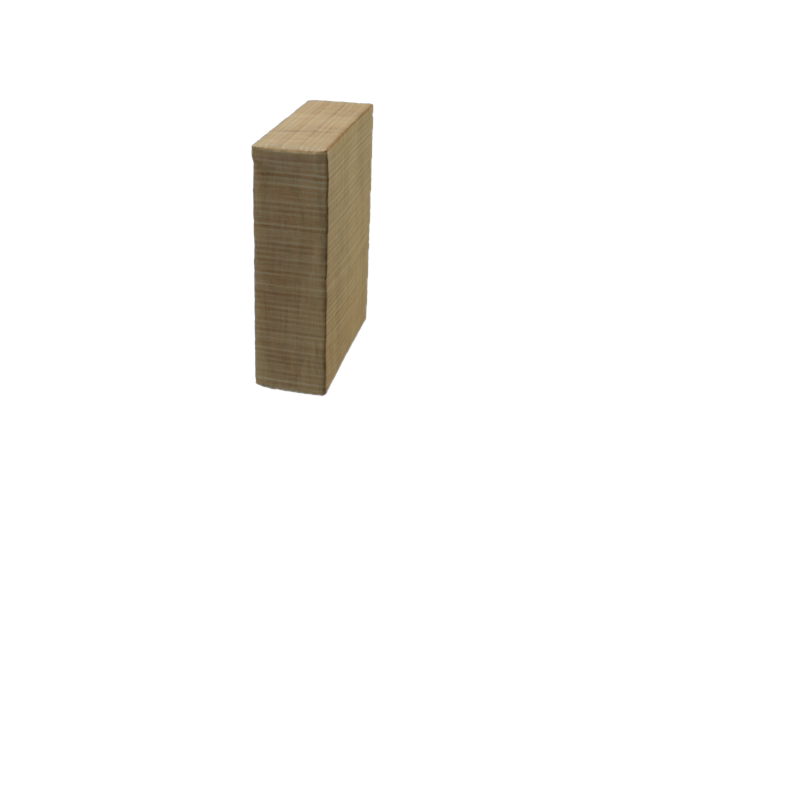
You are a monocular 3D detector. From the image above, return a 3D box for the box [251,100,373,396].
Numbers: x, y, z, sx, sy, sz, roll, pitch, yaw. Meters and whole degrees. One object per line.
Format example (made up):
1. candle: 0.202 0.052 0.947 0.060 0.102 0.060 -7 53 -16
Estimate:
1. box: -0.075 -0.137 0.959 0.073 0.204 0.169 6 24 10
